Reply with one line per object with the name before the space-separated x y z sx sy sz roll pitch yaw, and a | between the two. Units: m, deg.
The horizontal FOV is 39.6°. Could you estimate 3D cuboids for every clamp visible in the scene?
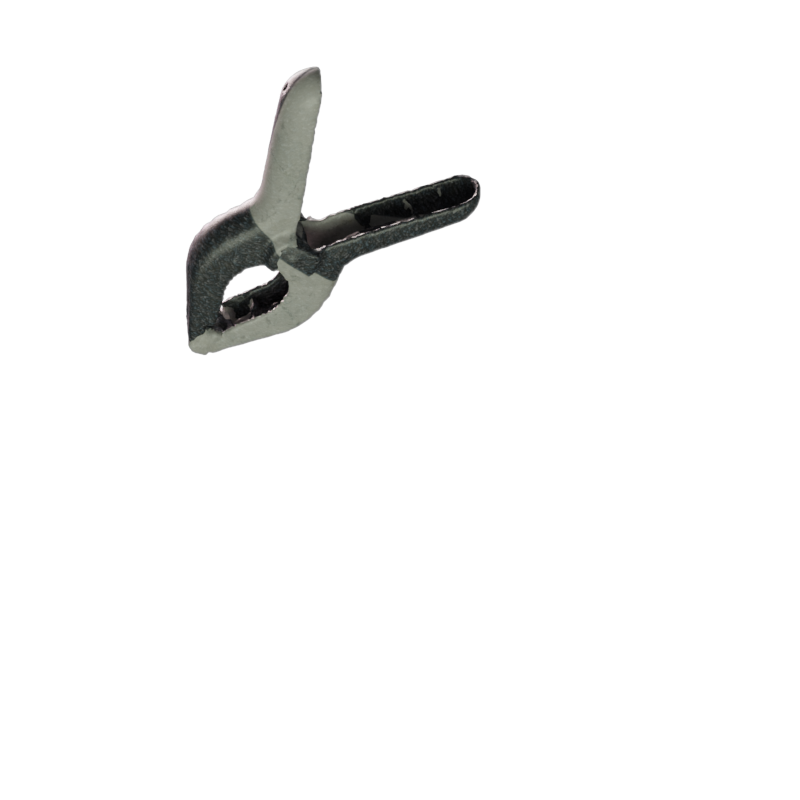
clamp | -0.044 -0.081 0.567 0.115 0.042 0.167 27 -54 -22
